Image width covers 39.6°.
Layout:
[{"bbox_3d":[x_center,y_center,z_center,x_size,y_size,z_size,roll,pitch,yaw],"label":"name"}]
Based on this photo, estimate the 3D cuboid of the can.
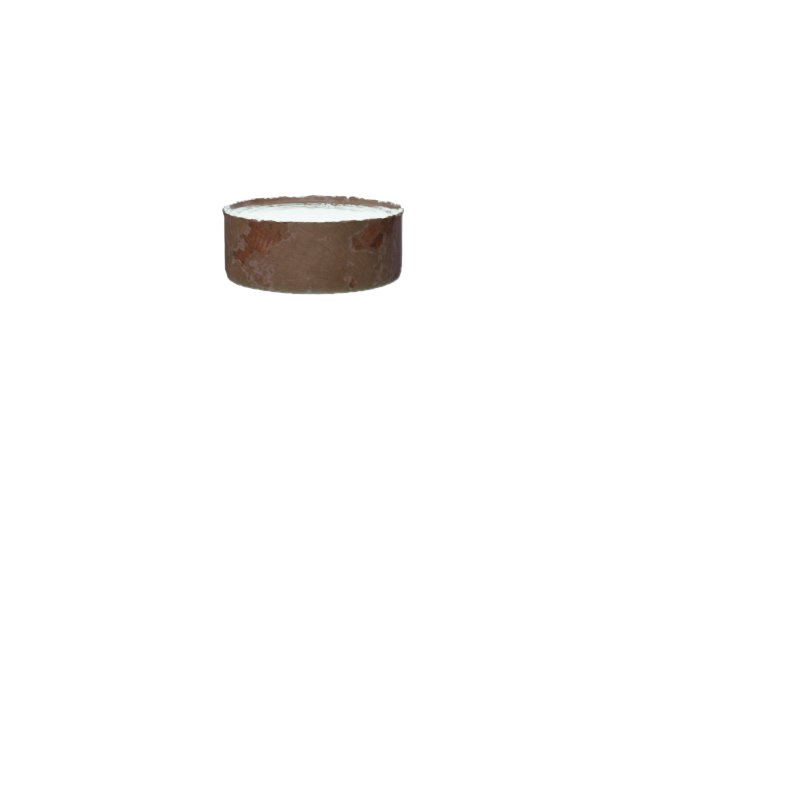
[{"bbox_3d":[-0.041,-0.075,0.526,0.086,0.032,0.089,-1,17,-2],"label":"can"}]
